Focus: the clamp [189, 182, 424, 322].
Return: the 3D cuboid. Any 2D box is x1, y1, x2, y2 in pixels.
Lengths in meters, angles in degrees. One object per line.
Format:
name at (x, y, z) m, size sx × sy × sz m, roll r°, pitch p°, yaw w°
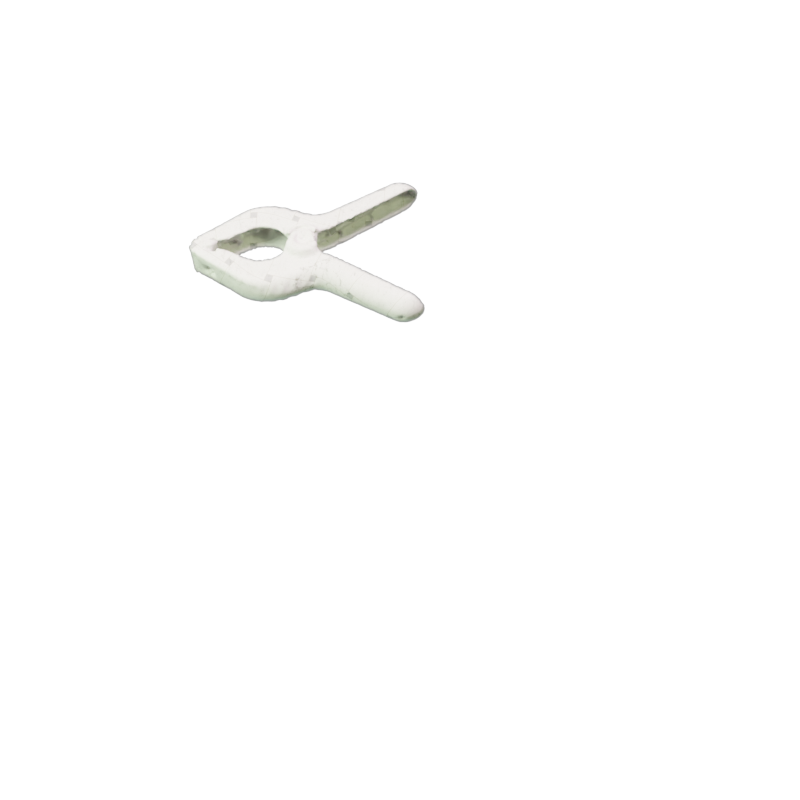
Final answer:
clamp at (-0.063, -0.115, 0.804) m, size 0.173 × 0.128 × 0.036 m, roll 7°, pitch -41°, yaw 6°
